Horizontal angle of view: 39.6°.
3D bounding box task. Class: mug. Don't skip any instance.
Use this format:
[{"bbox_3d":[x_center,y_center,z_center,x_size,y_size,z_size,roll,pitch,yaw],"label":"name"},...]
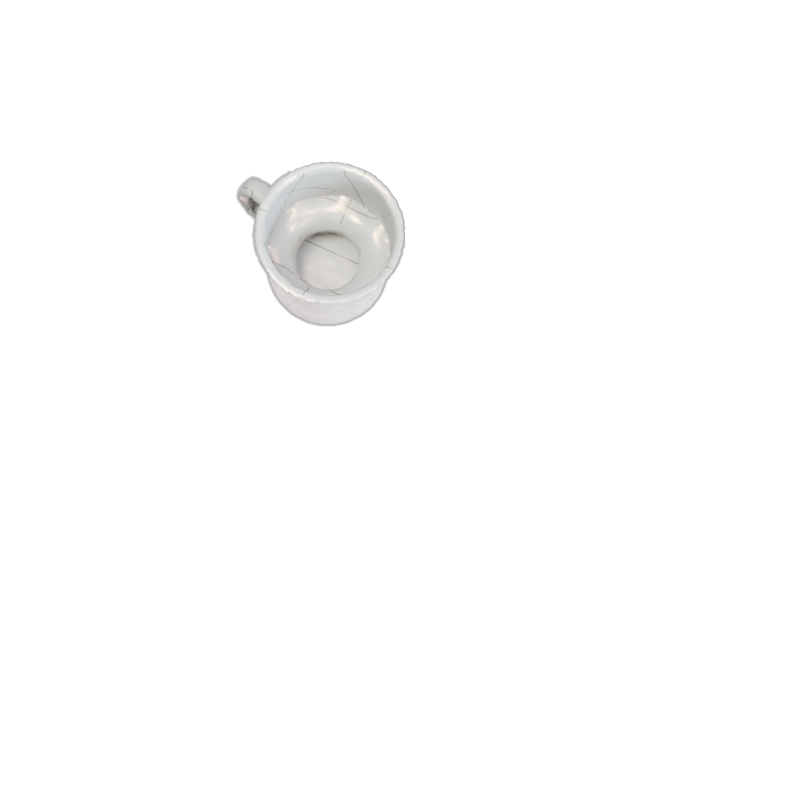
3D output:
[{"bbox_3d":[-0.056,-0.103,0.718,0.120,0.095,0.078,33,-14,8],"label":"mug"}]
